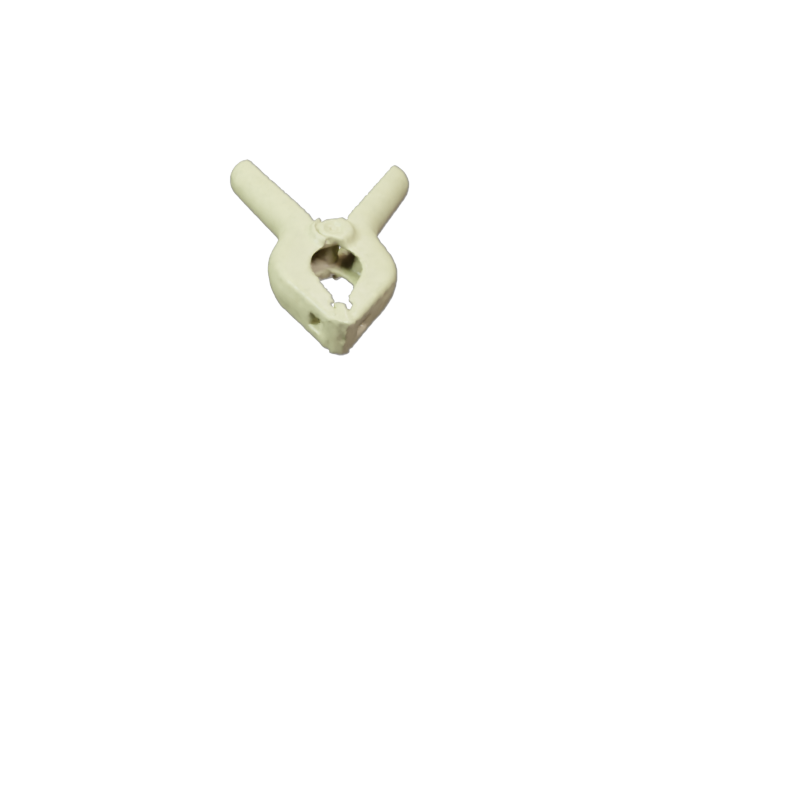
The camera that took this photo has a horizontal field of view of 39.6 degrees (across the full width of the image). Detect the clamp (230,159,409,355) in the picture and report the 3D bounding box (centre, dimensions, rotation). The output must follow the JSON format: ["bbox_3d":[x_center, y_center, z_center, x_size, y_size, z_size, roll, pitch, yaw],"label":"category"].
[{"bbox_3d":[-0.055,-0.100,0.699,0.120,0.037,0.183,1,41,1],"label":"clamp"}]
